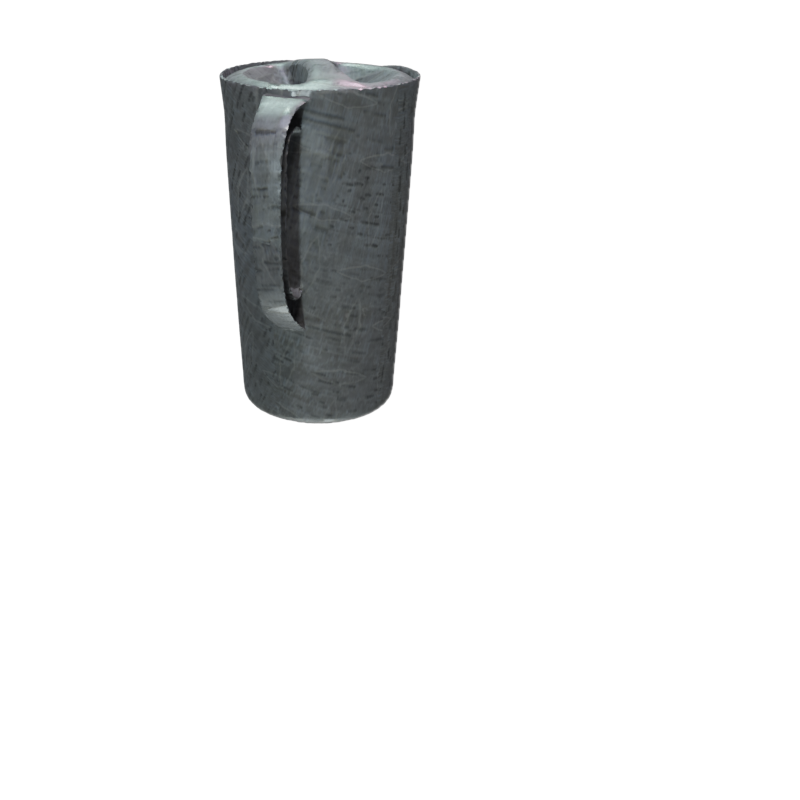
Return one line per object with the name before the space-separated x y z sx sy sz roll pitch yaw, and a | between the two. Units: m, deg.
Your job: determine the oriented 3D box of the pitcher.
pitcher | -0.060 -0.109 0.761 0.146 0.233 0.154 -10 22 -29
